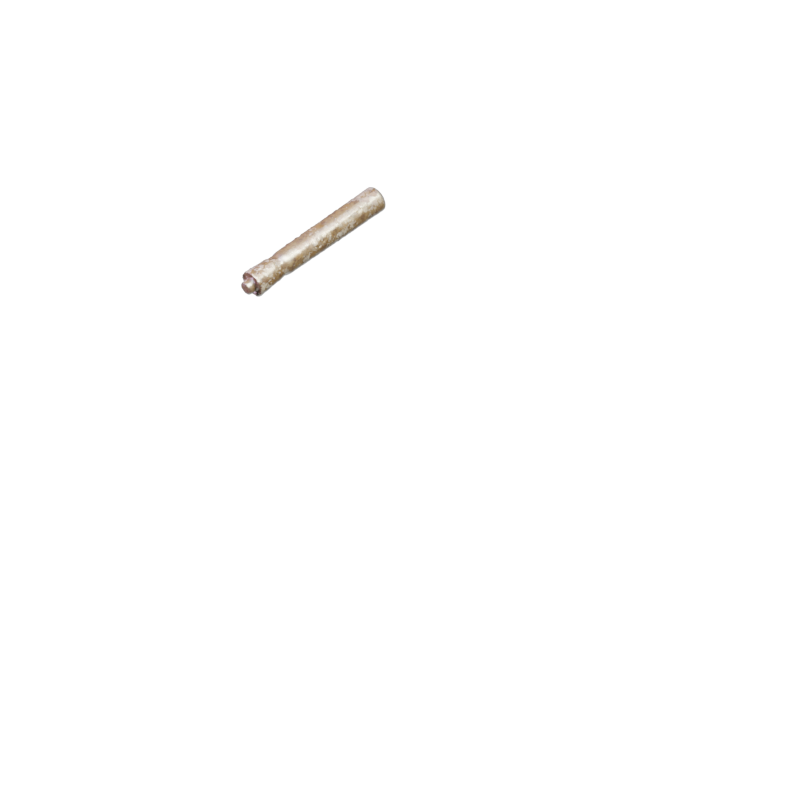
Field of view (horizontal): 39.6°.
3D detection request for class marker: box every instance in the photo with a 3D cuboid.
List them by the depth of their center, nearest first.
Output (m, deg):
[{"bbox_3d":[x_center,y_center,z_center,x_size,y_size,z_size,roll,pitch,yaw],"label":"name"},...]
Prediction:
[{"bbox_3d":[-0.058,-0.106,0.739,0.122,0.019,0.021,-39,25,-28],"label":"marker"}]
